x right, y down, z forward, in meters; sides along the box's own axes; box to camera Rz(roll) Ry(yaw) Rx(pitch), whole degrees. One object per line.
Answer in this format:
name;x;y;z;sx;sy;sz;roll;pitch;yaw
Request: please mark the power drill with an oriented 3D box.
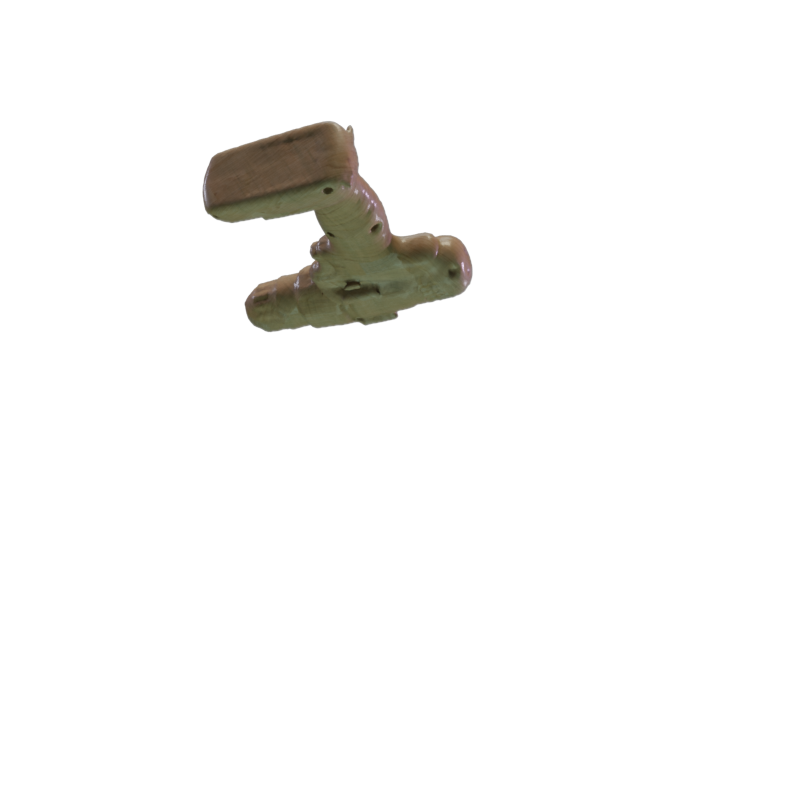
power drill;-0.062;-0.113;0.792;0.187;0.061;0.174;-12;-30;22
